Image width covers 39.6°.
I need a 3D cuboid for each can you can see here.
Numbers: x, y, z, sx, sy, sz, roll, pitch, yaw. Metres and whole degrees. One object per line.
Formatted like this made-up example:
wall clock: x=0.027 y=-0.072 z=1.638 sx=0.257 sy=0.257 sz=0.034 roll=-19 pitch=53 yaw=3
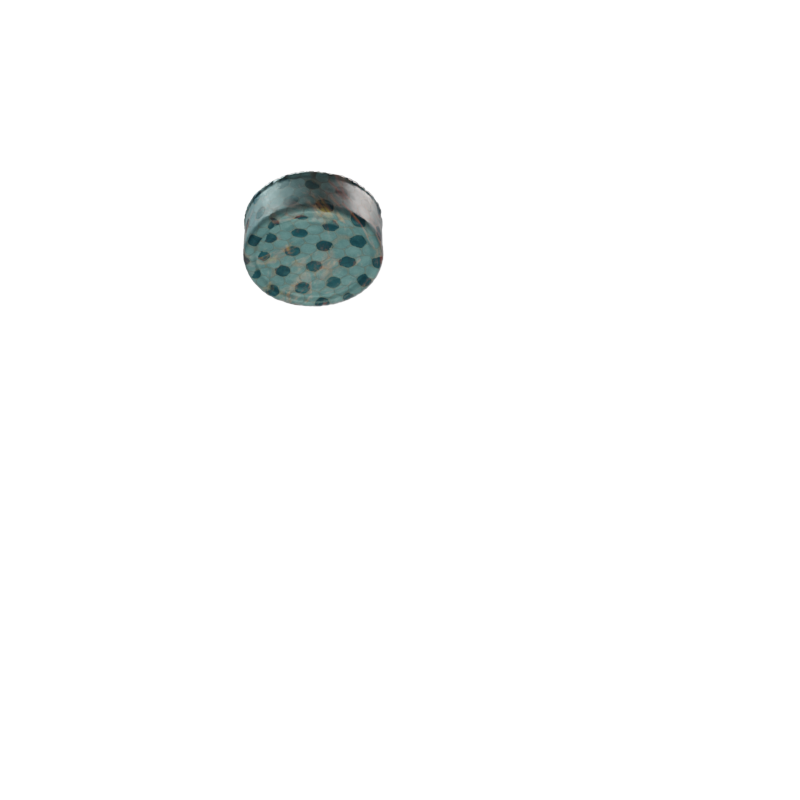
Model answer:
can: x=-0.053 y=-0.096 z=0.674 sx=0.086 sy=0.036 sz=0.080 roll=1 pitch=-42 yaw=-1
